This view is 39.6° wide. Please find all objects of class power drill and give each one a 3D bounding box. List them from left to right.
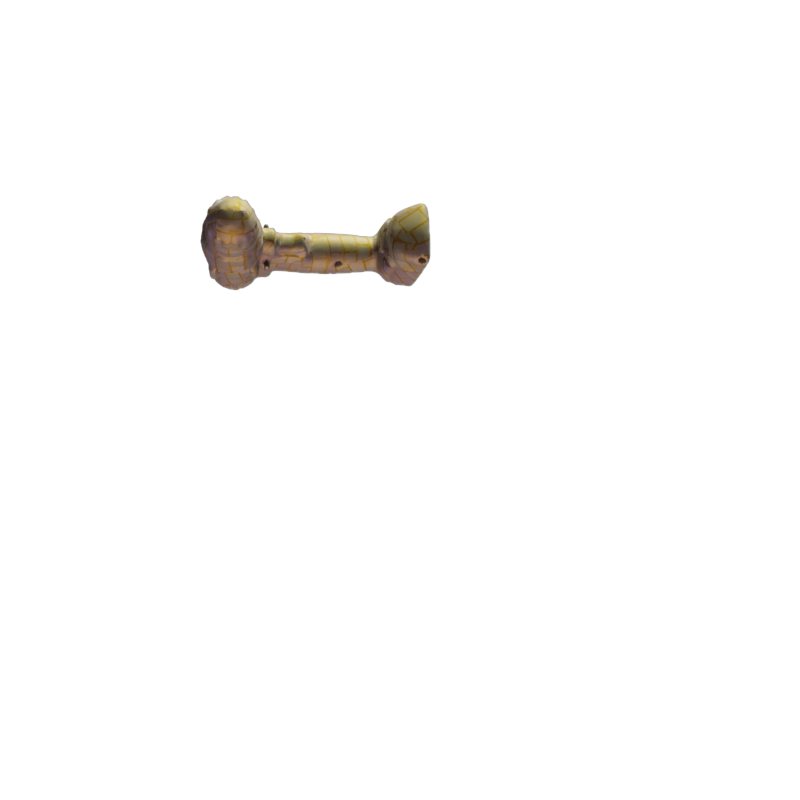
[{"bbox_3d":[-0.073,-0.133,0.929,0.186,0.059,0.182,0,-5,-5],"label":"power drill"}]
